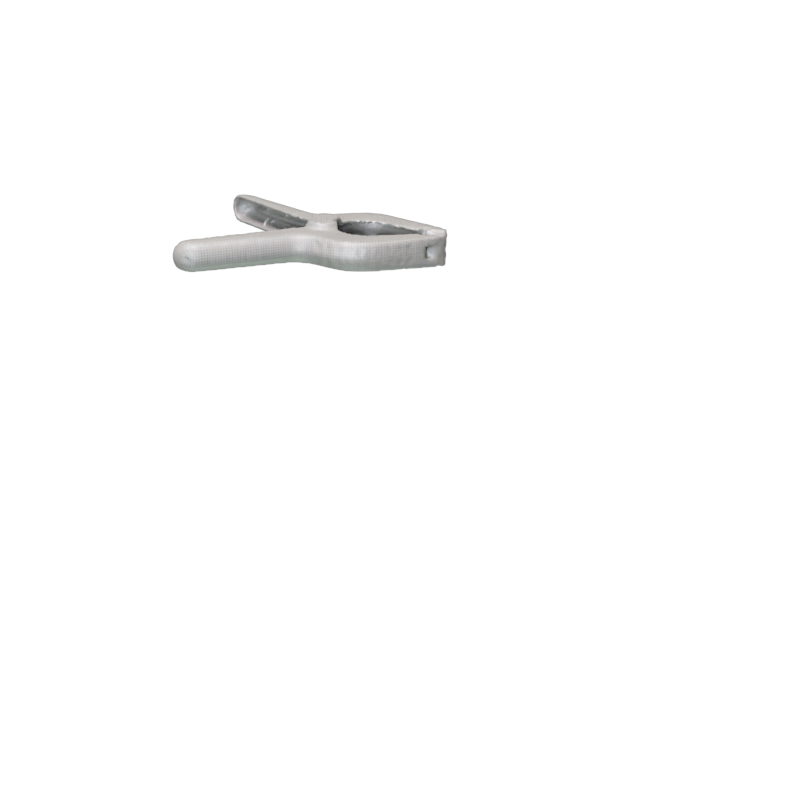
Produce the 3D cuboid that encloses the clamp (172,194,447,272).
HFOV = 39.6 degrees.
[{"bbox_3d":[-0.070,-0.128,0.897,0.216,0.035,0.168,8,26,17],"label":"clamp"}]
